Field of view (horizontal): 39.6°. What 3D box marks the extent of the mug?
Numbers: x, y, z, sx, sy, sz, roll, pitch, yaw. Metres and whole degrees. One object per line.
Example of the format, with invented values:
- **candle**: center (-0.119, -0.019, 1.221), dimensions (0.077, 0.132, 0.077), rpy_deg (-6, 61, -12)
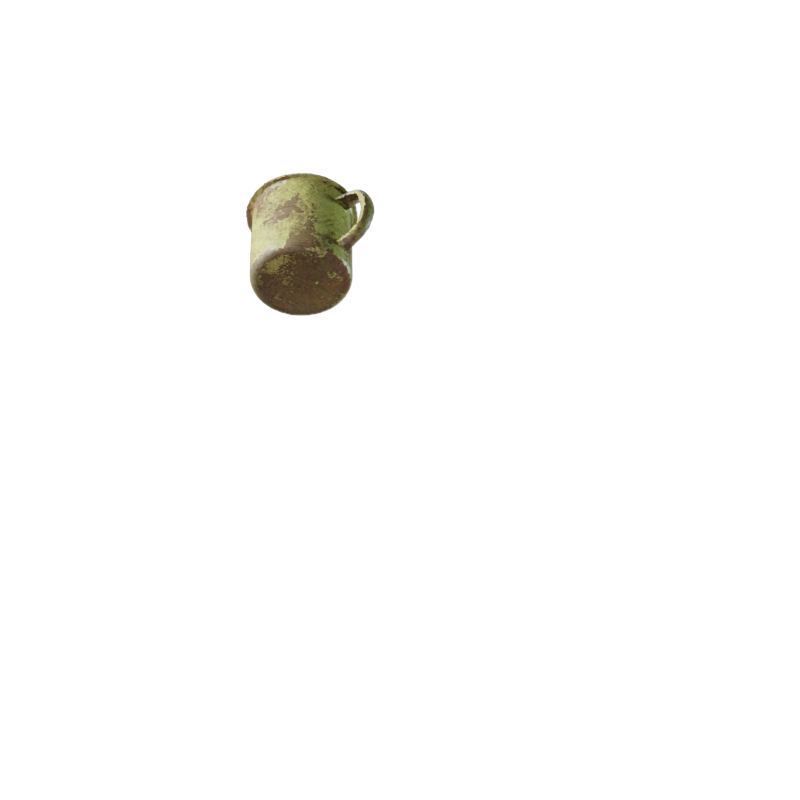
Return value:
- **mug**: center (-0.070, -0.127, 0.893), dimensions (0.117, 0.087, 0.086), rpy_deg (-26, -48, 23)
